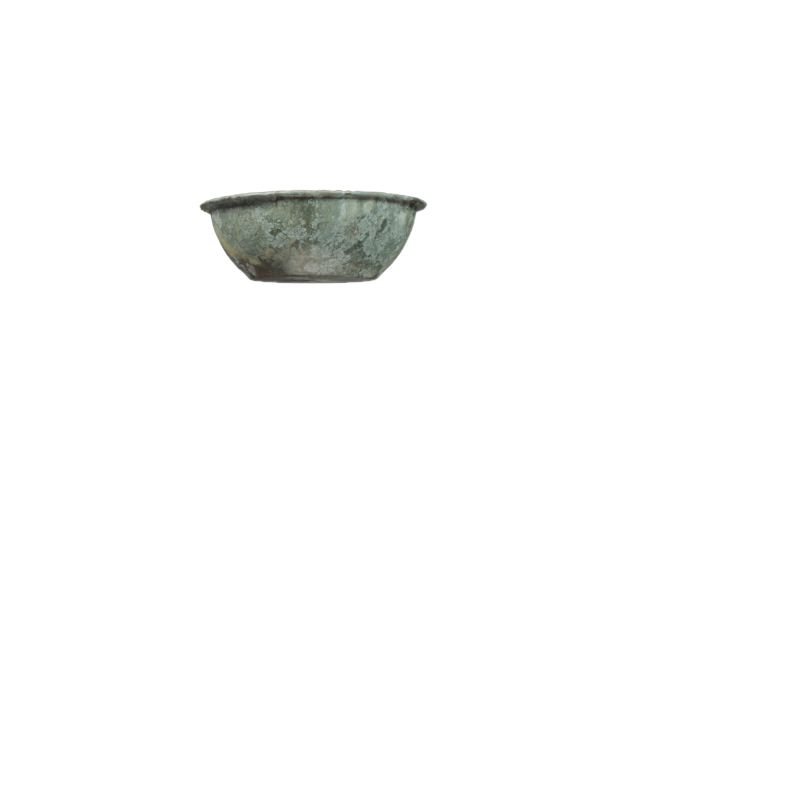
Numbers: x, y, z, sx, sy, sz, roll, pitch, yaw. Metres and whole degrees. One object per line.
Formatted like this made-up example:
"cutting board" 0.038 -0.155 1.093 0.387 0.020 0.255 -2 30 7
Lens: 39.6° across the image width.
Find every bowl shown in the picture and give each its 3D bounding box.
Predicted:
"bowl" -0.062 -0.113 0.789 0.162 0.055 0.162 0 2 -2
